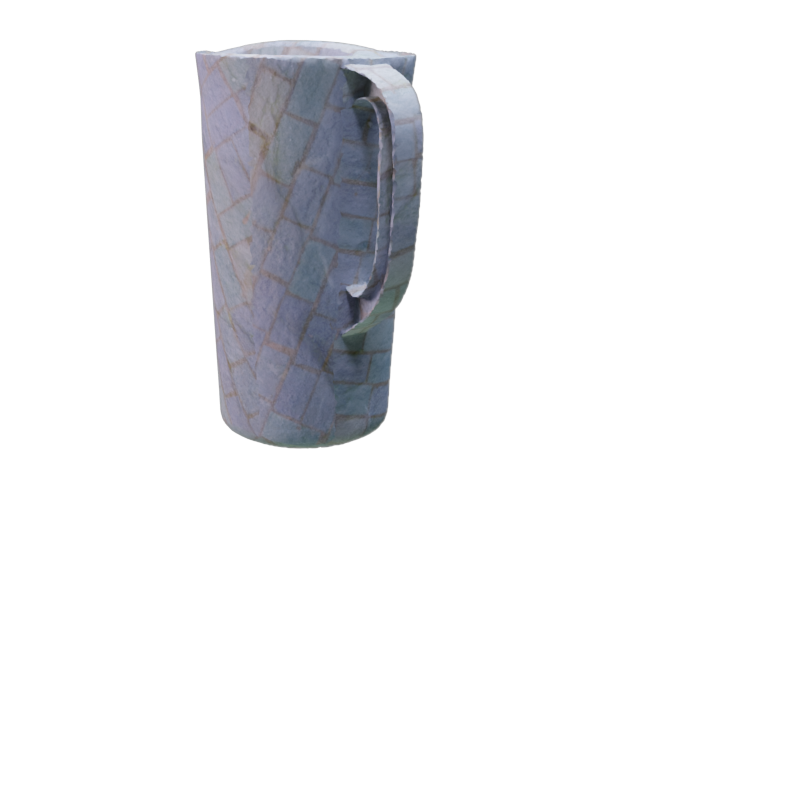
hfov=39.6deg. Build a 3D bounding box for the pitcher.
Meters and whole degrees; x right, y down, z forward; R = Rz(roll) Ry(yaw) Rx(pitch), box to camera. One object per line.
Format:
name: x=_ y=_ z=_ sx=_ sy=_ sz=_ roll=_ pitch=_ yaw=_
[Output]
pitcher: x=-0.053 y=-0.097 z=0.681 sx=0.147 sy=0.236 sz=0.152 roll=3 pitch=14 yaw=9
